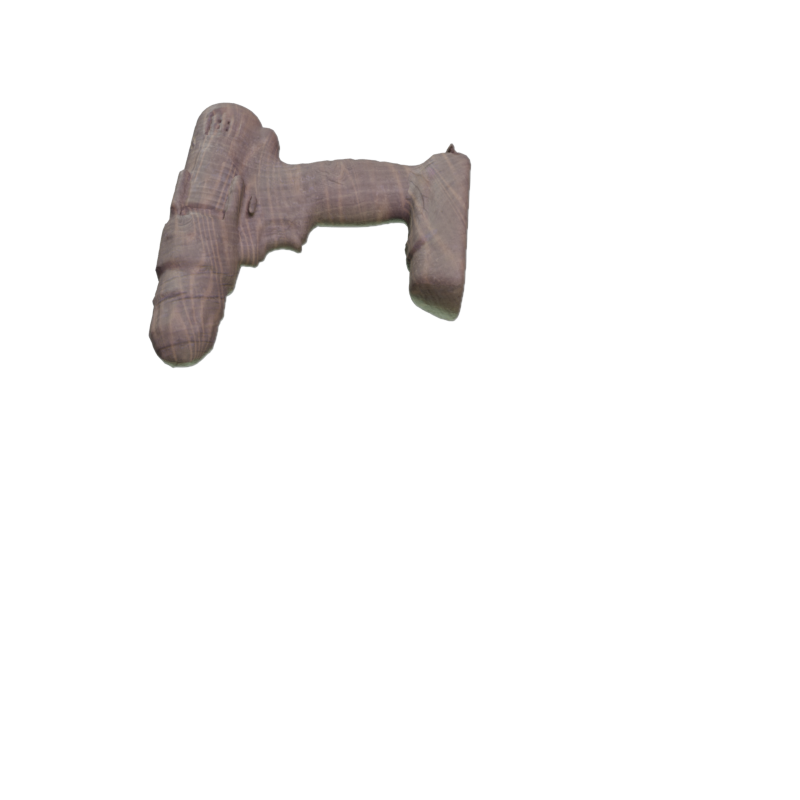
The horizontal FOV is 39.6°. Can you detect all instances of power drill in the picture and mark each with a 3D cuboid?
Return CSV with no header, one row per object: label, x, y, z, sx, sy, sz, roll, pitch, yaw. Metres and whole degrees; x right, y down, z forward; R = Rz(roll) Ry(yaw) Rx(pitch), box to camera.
power drill,-0.053,-0.098,0.683,0.189,0.195,0.054,6,-27,3
